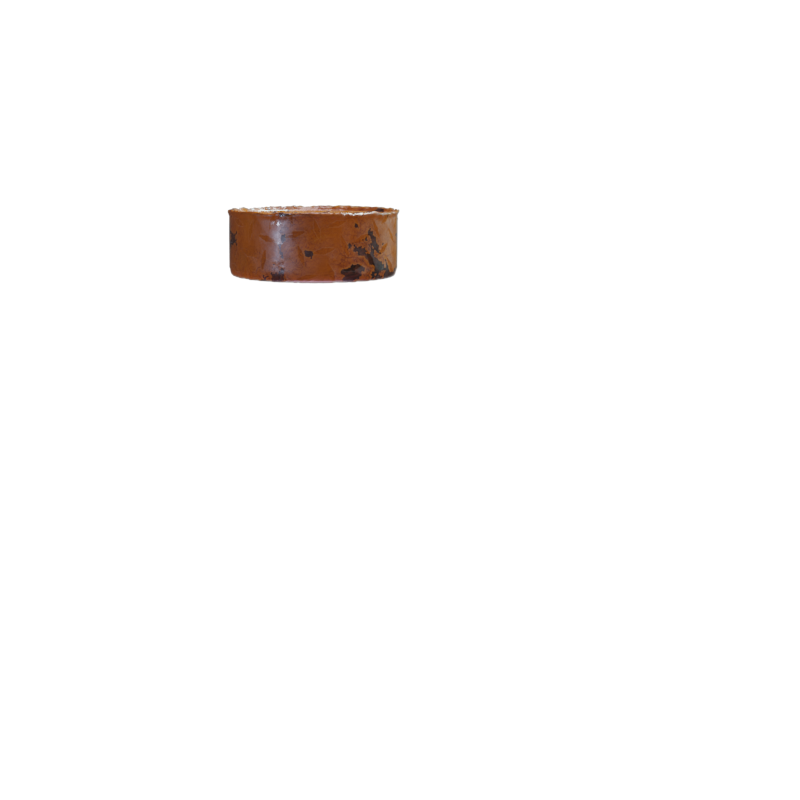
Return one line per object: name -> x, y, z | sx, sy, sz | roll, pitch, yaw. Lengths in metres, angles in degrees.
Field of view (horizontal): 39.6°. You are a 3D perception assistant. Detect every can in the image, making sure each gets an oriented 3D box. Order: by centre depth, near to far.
can -> -0.044, -0.080, 0.557 | 0.086, 0.033, 0.088 | 0, 11, -2
